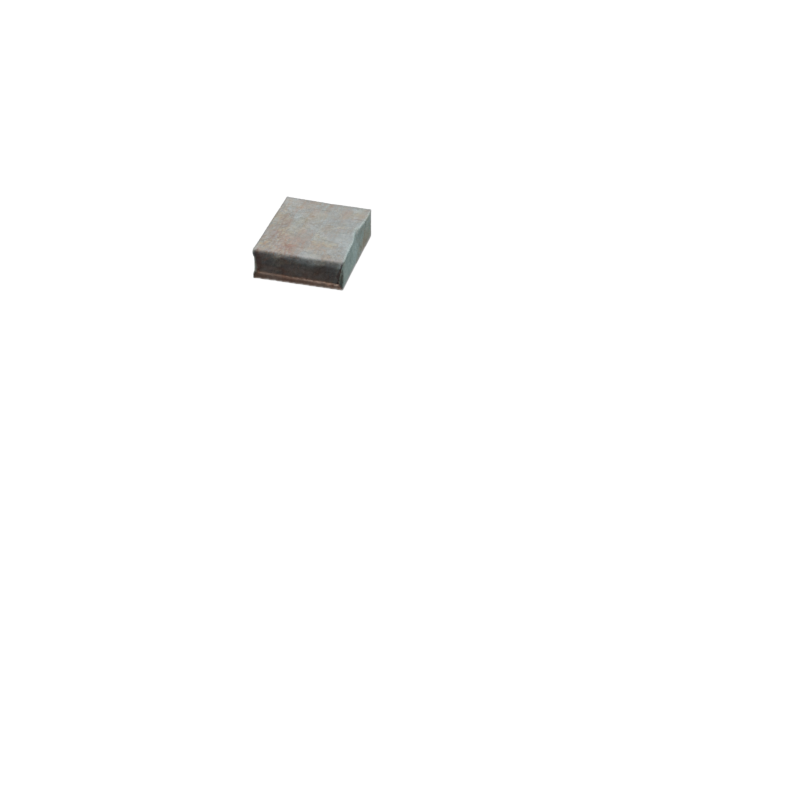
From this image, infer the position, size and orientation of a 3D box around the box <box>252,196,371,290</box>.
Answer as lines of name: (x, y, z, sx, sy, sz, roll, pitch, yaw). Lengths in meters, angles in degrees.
box: (-0.068, -0.125, 0.875, 0.075, 0.028, 0.093, 9, 37, 12)
